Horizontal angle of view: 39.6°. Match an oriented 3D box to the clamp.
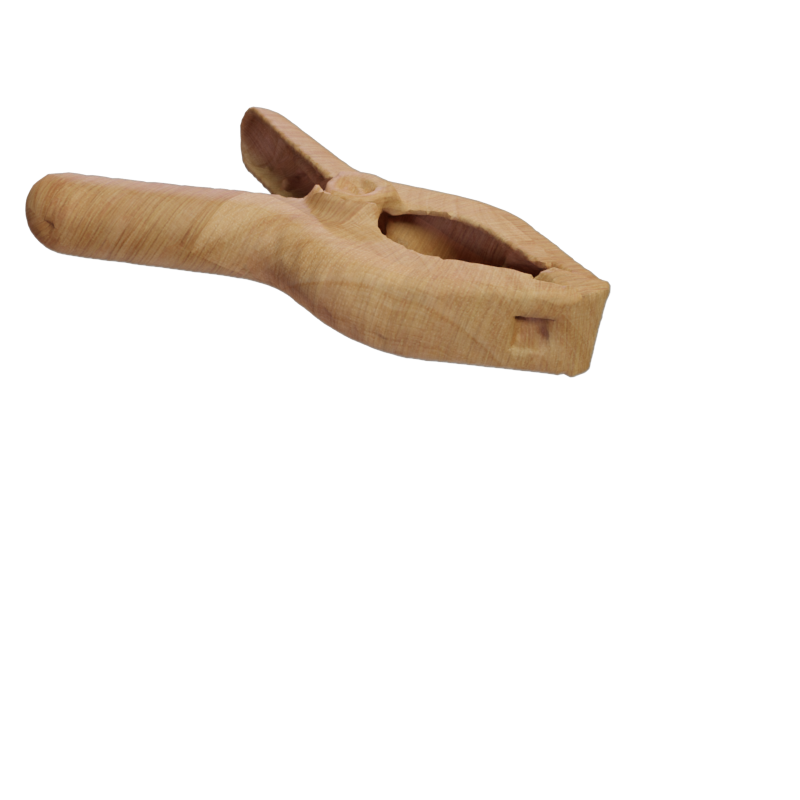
[{"bbox_3d":[-0.026,-0.048,0.338,0.182,0.037,0.120,27,41,34],"label":"clamp"}]
